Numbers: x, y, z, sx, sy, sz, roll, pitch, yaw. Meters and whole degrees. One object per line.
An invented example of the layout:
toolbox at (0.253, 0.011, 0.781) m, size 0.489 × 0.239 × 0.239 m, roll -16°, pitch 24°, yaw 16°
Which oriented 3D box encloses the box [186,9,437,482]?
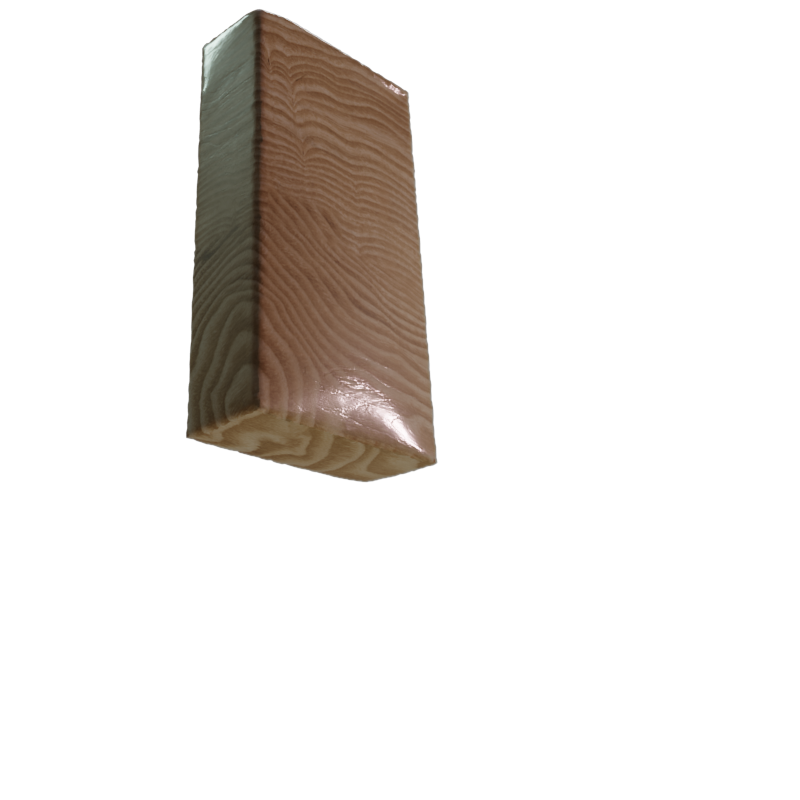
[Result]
box at (-0.035, -0.063, 0.442) m, size 0.088 × 0.187 × 0.048 m, roll 21°, pitch -34°, yaw -40°
